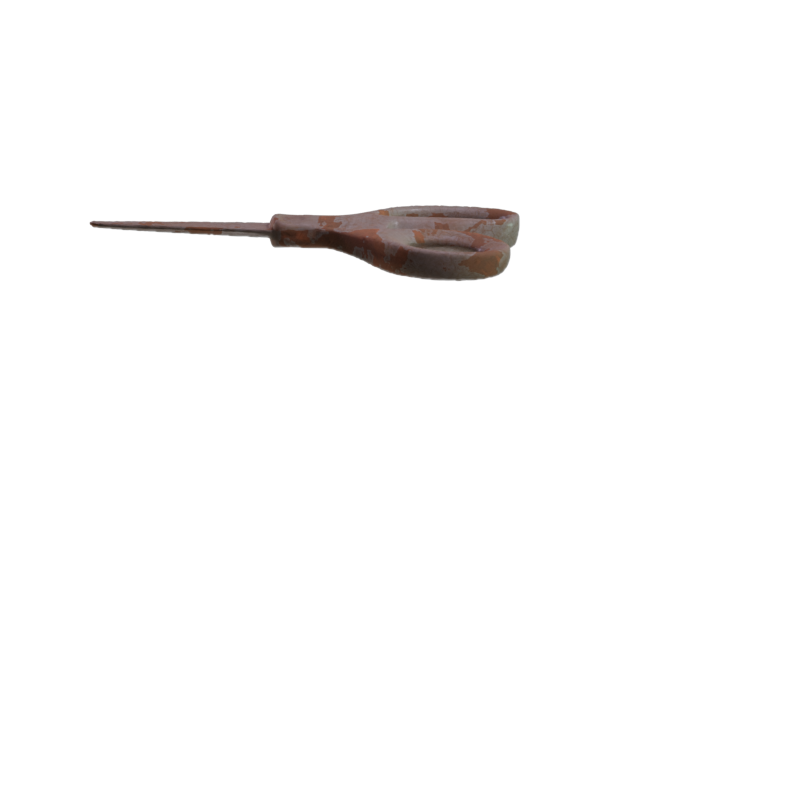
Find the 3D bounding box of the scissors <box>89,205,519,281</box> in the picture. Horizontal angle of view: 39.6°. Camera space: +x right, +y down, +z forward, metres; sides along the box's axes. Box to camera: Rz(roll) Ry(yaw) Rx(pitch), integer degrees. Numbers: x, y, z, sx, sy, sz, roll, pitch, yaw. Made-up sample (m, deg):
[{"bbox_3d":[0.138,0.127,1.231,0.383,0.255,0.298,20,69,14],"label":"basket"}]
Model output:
[{"bbox_3d":[-0.039,-0.071,0.501,0.199,0.015,0.101,-4,23,-9],"label":"scissors"}]
